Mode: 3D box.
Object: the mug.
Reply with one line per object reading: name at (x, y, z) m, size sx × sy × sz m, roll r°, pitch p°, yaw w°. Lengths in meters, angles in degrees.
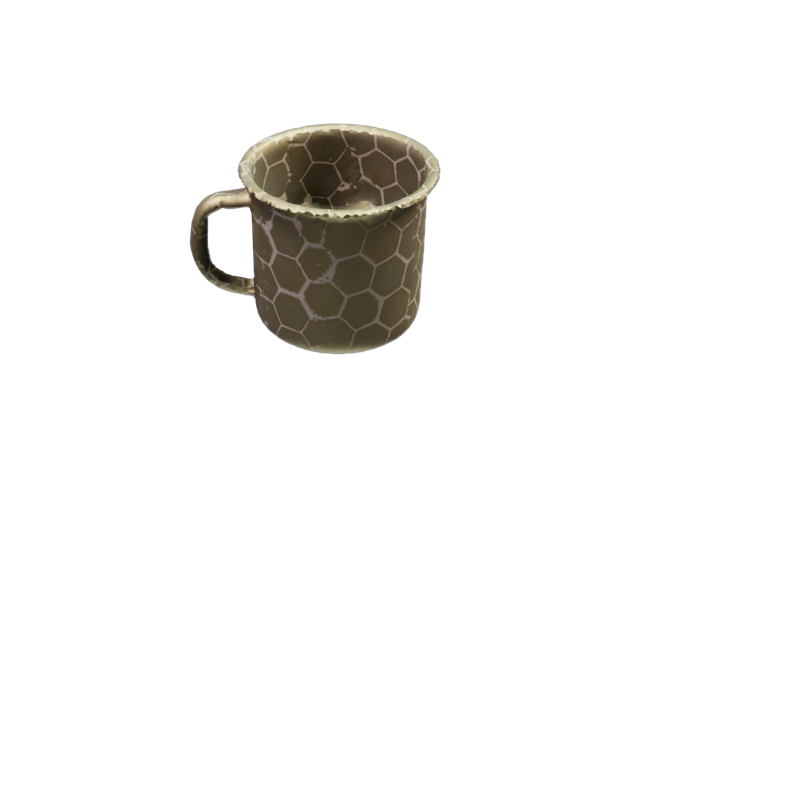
mug at (-0.041, -0.076, 0.529) m, size 0.116 × 0.076 × 0.100 m, roll -4°, pitch 35°, yaw -7°
